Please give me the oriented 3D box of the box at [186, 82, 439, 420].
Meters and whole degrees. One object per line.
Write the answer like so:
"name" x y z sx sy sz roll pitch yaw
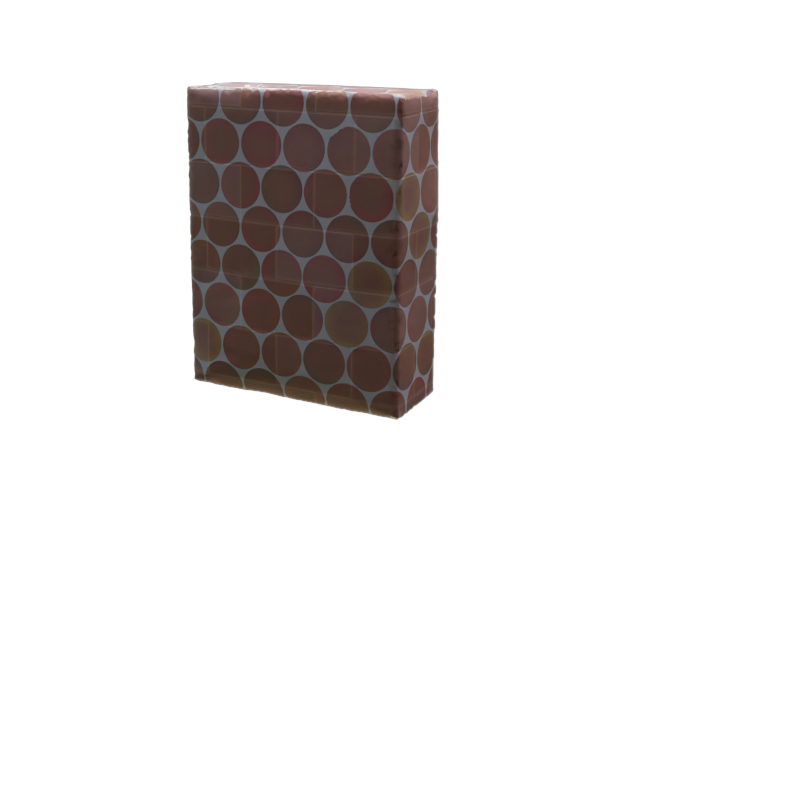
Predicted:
"box" -0.060 -0.109 0.765 0.171 0.207 0.071 9 15 27
